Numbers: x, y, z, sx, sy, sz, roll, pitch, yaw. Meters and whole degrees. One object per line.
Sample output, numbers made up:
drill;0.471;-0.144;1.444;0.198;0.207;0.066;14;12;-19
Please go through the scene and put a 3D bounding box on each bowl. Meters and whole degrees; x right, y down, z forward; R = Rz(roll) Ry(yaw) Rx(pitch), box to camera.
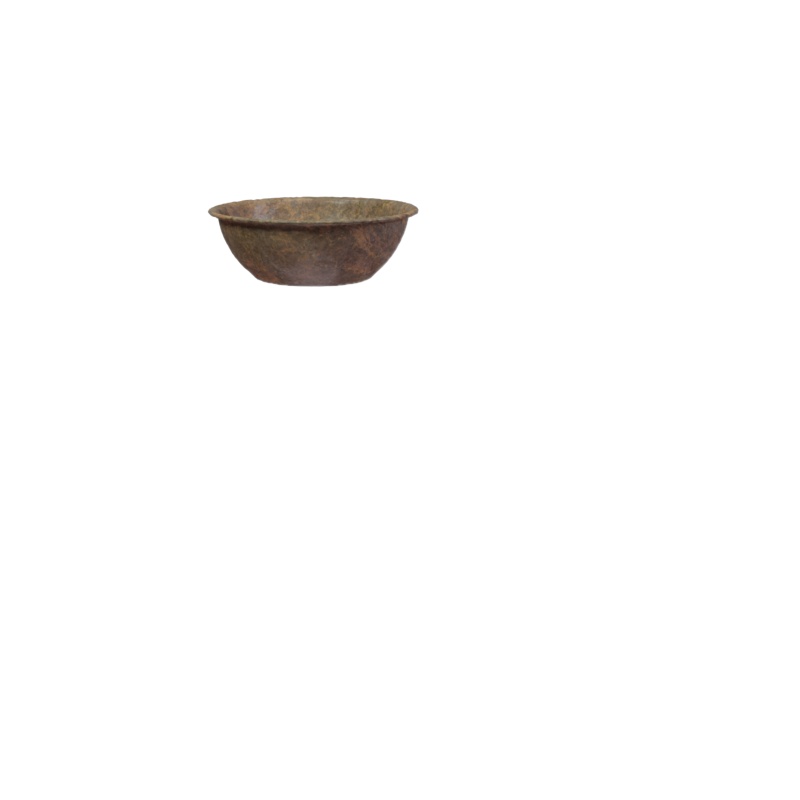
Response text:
bowl;-0.067;-0.122;0.856;0.162;0.053;0.167;0;15;-2
